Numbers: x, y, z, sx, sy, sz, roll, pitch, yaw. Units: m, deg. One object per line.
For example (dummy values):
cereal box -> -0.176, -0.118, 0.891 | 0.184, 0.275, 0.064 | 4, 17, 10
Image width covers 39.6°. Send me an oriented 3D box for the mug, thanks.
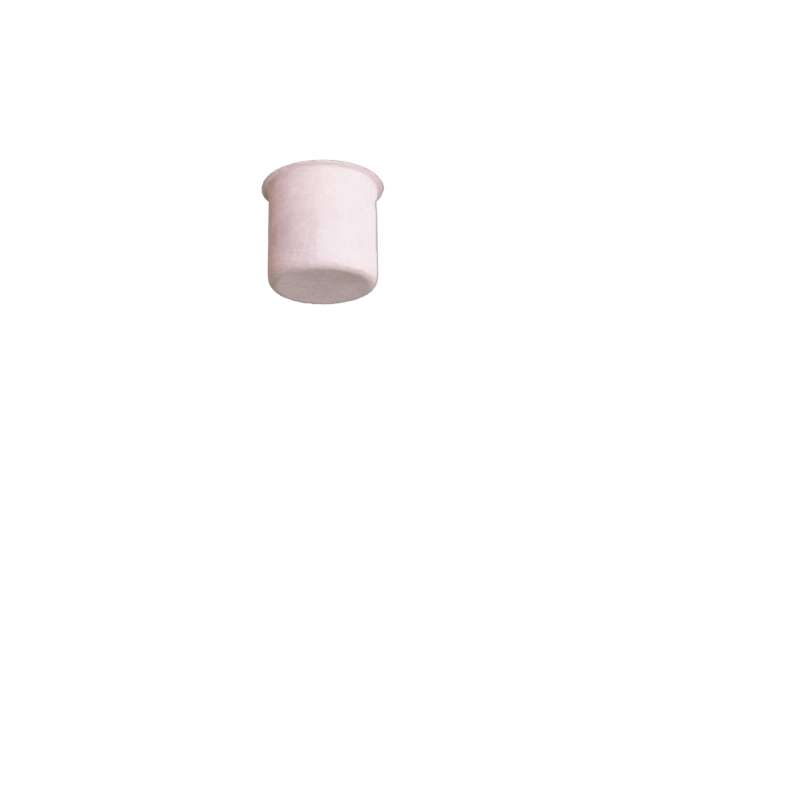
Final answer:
mug -> -0.066, -0.119, 0.837 | 0.088, 0.086, 0.118 | 15, -24, -36
